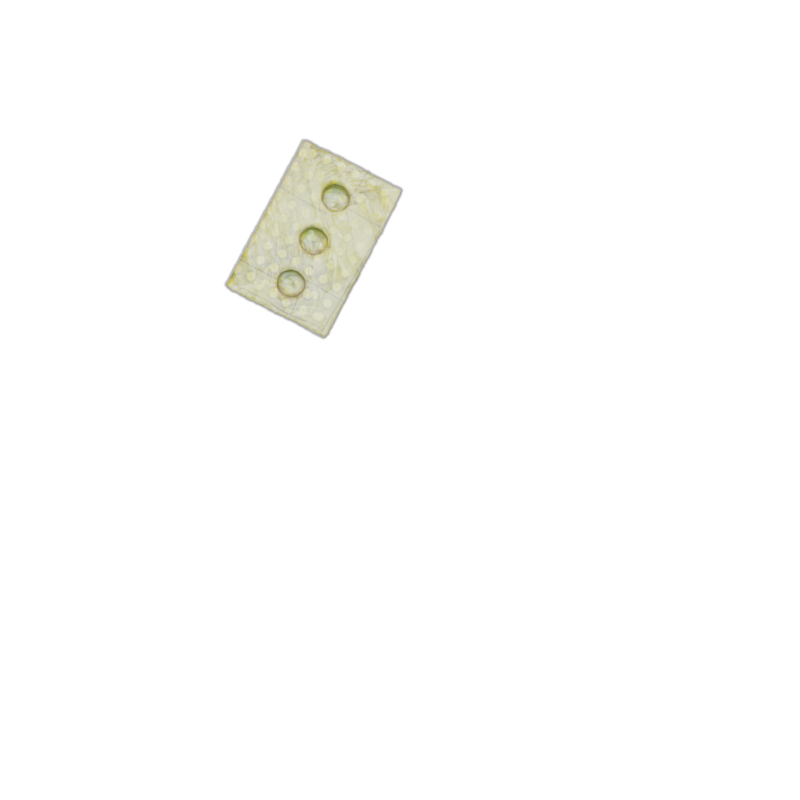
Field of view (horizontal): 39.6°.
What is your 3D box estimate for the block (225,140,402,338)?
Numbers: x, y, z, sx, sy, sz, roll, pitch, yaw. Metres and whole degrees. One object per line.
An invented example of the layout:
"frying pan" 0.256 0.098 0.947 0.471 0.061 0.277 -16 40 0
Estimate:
"block" -0.041 -0.075 0.522 0.053 0.078 0.051 27 0 -3
